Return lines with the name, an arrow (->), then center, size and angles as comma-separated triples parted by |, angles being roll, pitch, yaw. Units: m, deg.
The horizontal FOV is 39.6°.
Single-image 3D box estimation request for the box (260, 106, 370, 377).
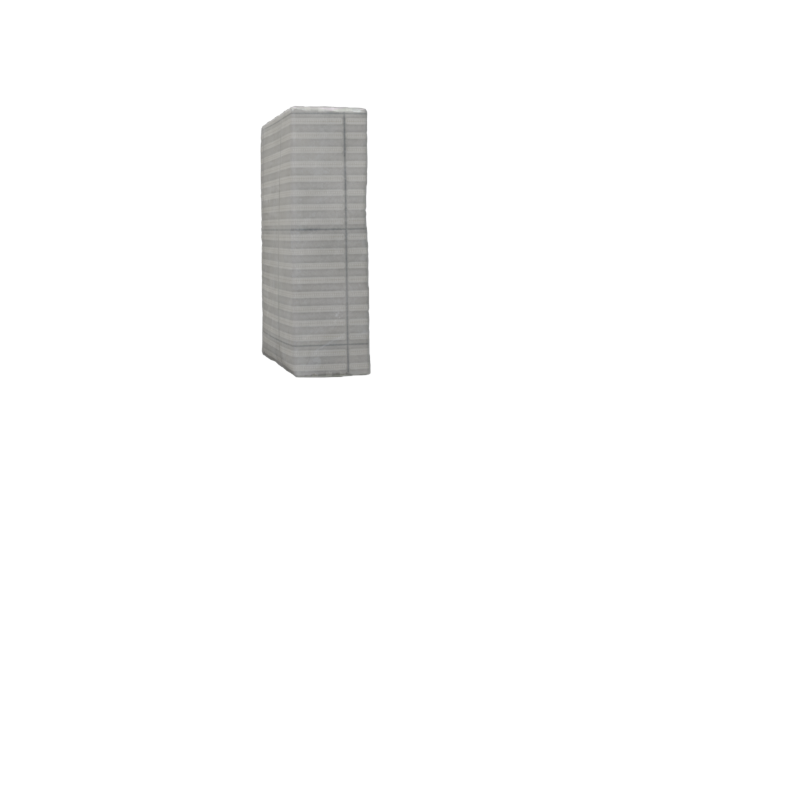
box -> -0.074, -0.135, 0.948 | 0.070, 0.213, 0.168 | 0, 3, -15
